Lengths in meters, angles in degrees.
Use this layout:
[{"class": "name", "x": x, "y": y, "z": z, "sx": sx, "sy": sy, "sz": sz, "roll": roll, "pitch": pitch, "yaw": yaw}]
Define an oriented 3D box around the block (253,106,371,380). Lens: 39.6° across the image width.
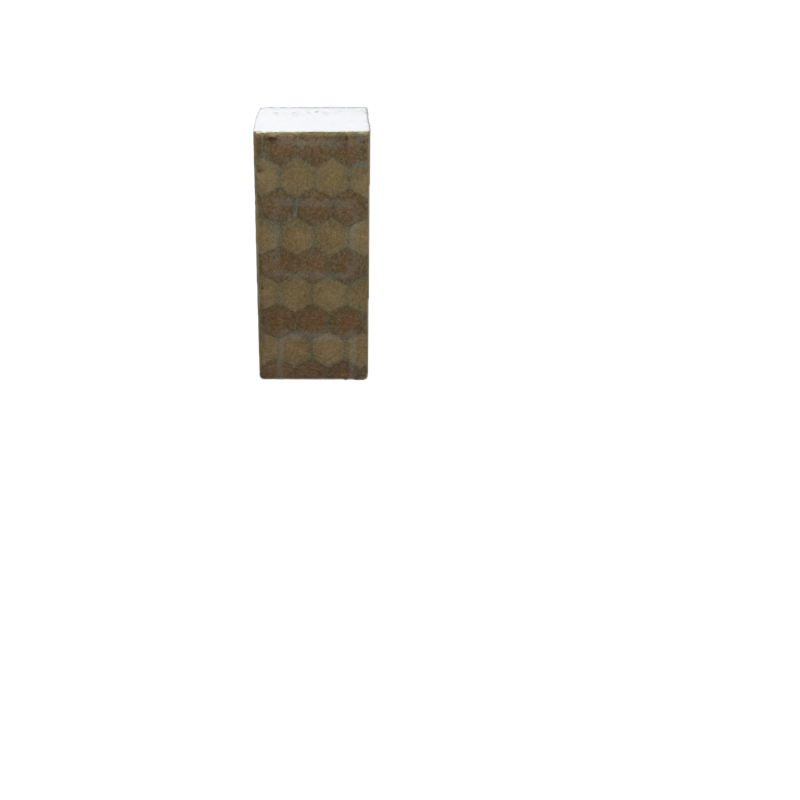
[{"class": "block", "x": -0.071, "y": -0.129, "z": 0.903, "sx": 0.091, "sy": 0.197, "sz": 0.094, "roll": 1, "pitch": 21, "yaw": -2}]
